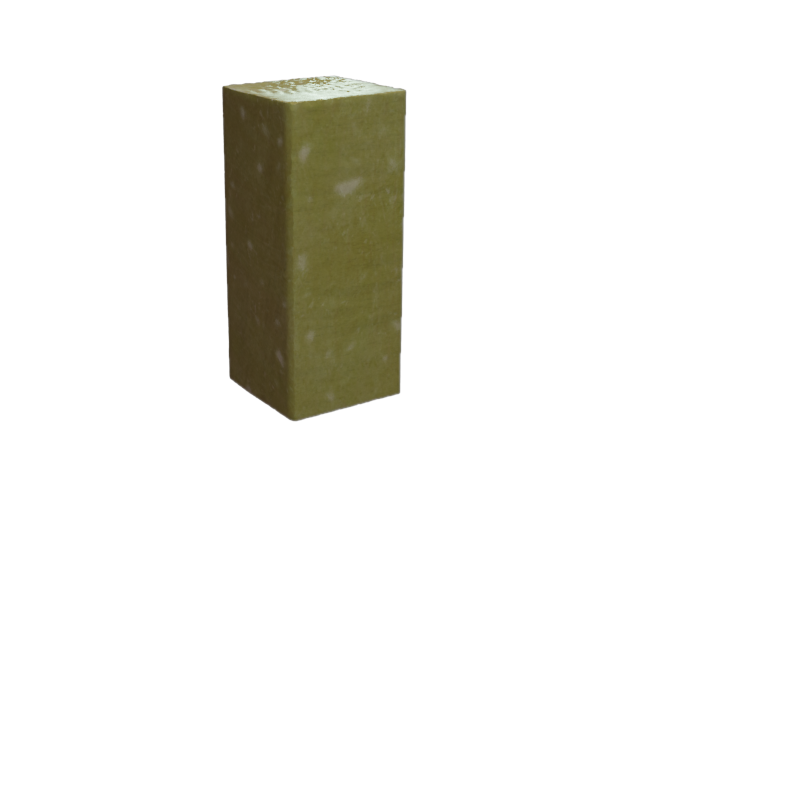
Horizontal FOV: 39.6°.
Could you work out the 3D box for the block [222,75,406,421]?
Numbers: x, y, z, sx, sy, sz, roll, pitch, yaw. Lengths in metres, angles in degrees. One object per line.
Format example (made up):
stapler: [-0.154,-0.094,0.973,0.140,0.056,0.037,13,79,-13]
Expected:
block: [-0.058,-0.105,0.736,0.089,0.198,0.096,-11,21,-33]
